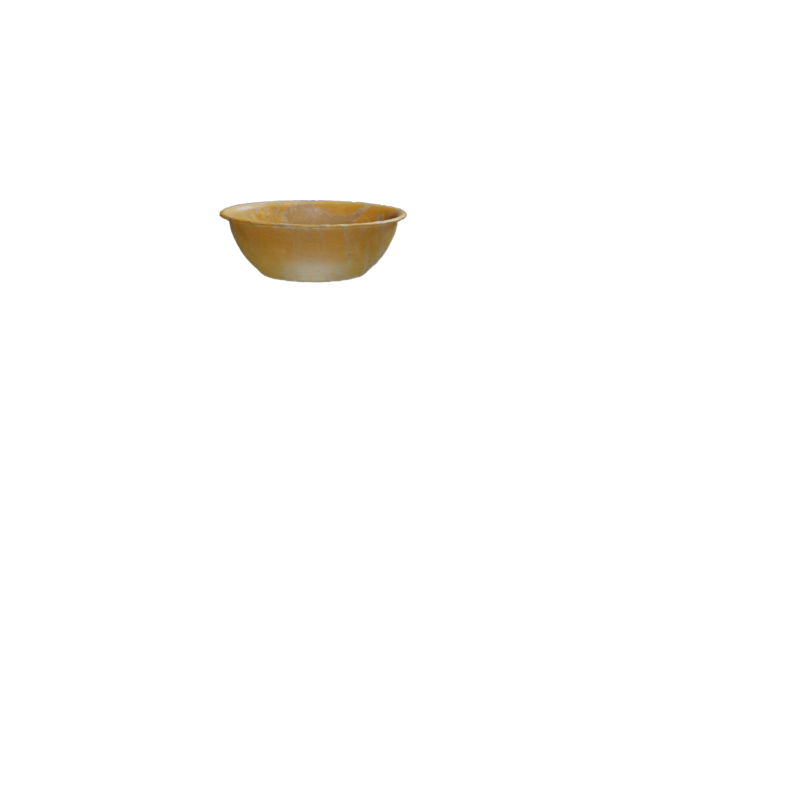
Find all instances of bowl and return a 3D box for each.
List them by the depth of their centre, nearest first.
[{"bbox_3d":[-0.075,-0.137,0.960,0.162,0.053,0.167,-1,16,-2],"label":"bowl"}]
